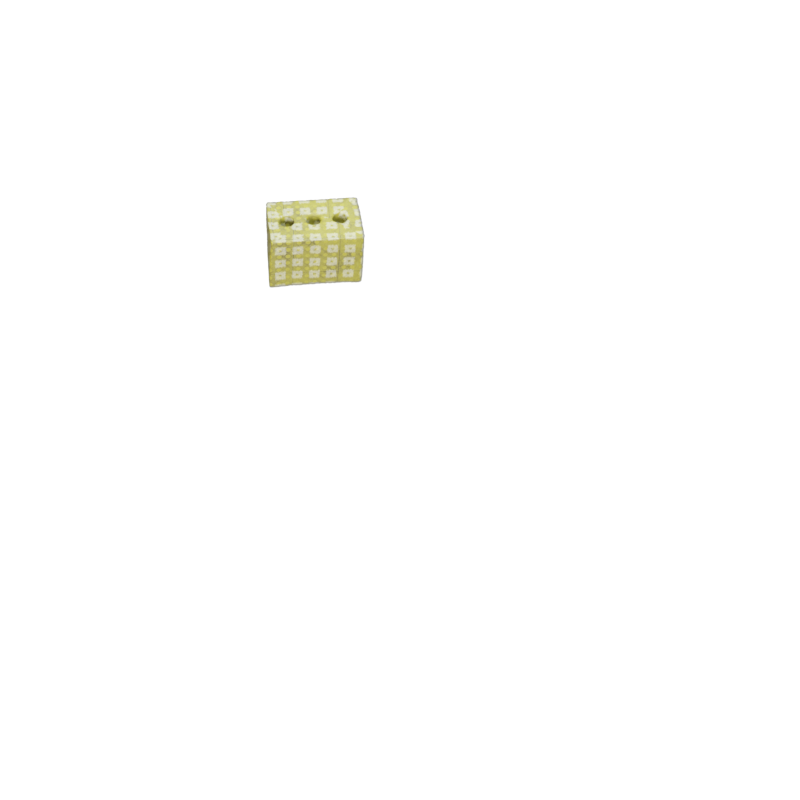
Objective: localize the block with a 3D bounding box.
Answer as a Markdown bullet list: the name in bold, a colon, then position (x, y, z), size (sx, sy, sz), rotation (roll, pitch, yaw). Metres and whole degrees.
- **block**: position (-0.072, -0.131, 0.916), size (0.077, 0.057, 0.048), rotation (-5, -43, -6)
